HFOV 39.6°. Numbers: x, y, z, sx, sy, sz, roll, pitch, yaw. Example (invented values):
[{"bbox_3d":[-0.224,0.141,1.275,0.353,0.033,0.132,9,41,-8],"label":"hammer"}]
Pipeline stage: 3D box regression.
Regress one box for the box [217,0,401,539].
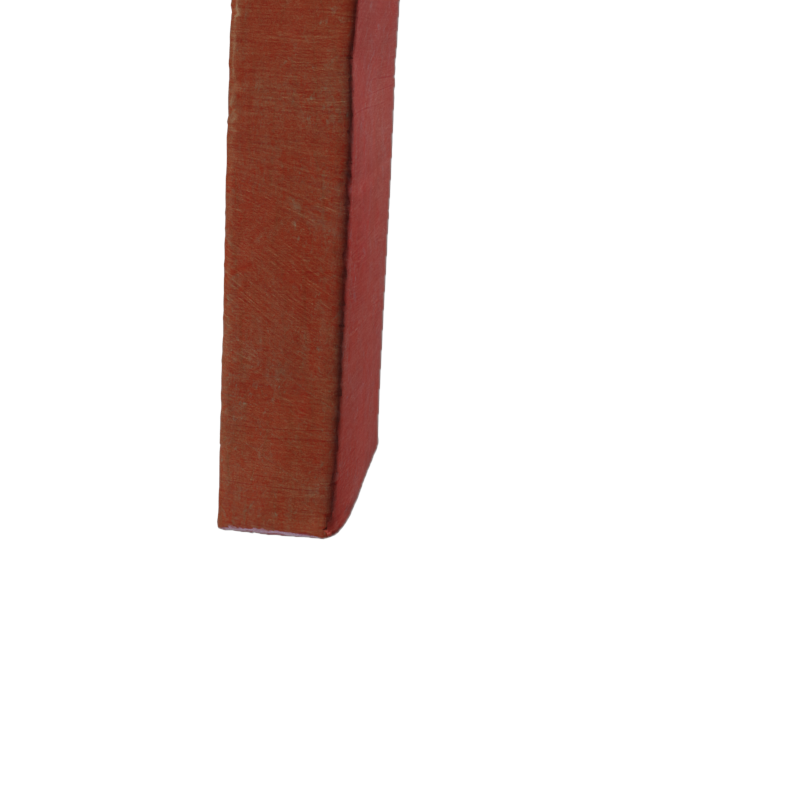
[{"bbox_3d":[-0.030,-0.054,0.376,0.049,0.171,0.095,3,13,8],"label":"box"}]
